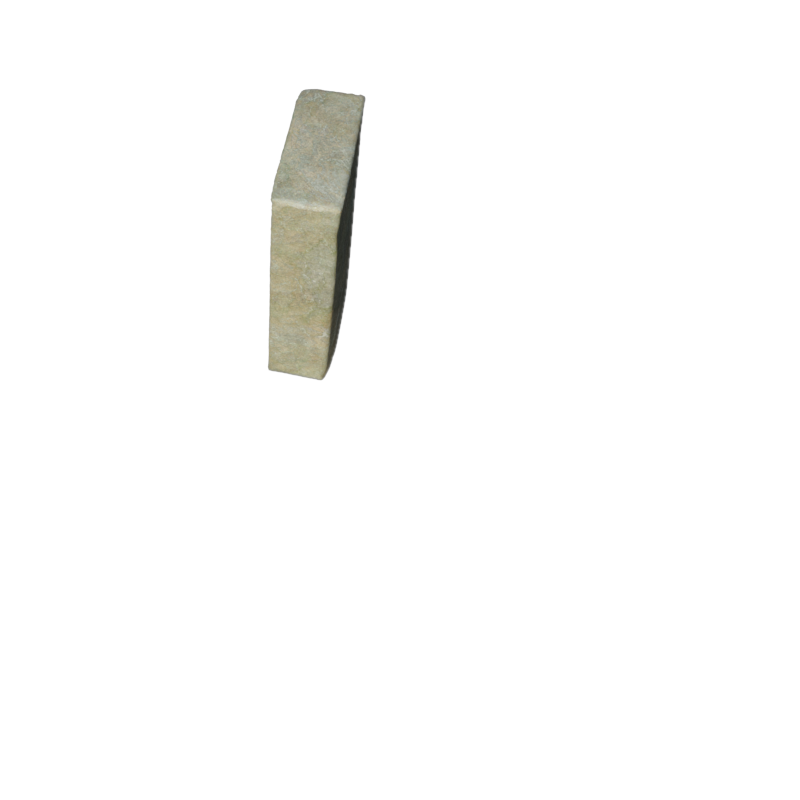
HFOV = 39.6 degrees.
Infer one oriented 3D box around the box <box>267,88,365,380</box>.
[{"bbox_3d":[-0.054,-0.098,0.686,0.048,0.099,0.165,8,-35,1],"label":"box"}]
